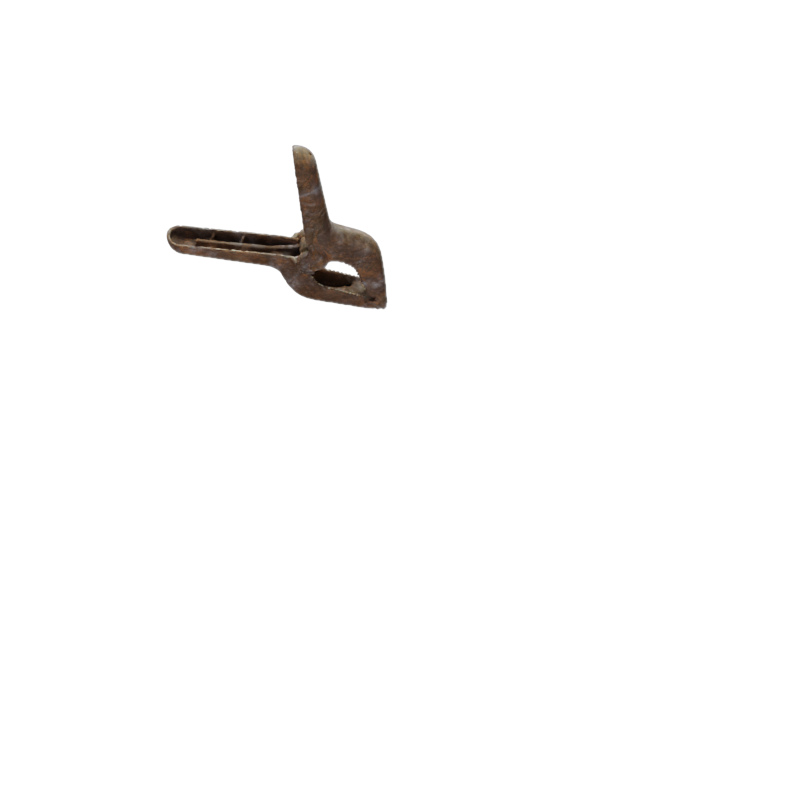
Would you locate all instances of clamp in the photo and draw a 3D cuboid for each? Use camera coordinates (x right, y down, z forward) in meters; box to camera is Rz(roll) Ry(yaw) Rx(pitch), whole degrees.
[{"bbox_3d":[-0.077,-0.140,0.980,0.198,0.039,0.163,26,-42,-34],"label":"clamp"}]
